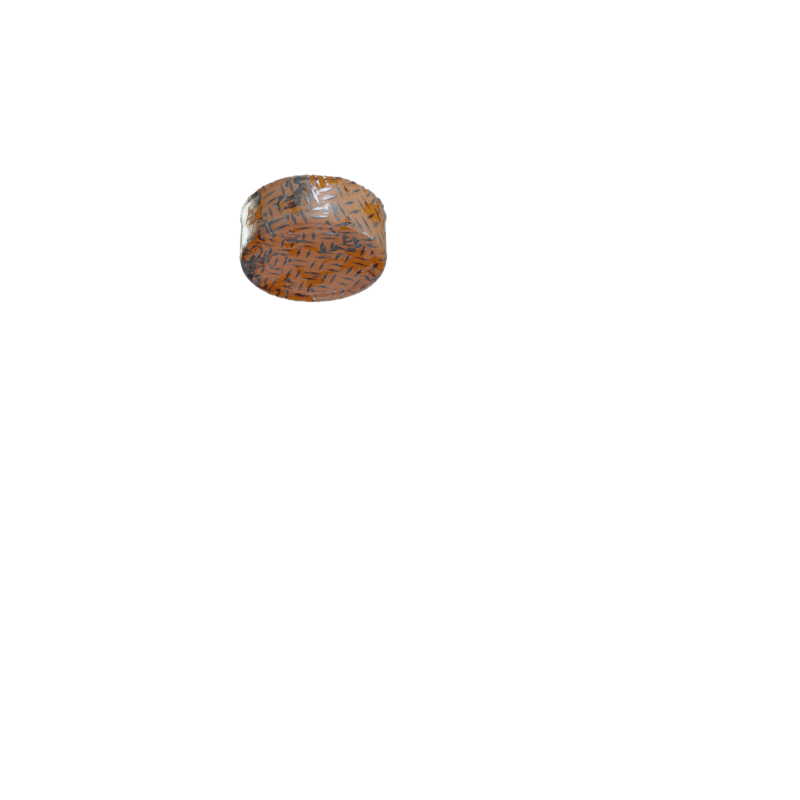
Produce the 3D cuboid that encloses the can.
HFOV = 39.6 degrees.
[{"bbox_3d":[-0.050,-0.092,0.641,0.086,0.036,0.081,1,-29,-2],"label":"can"}]
